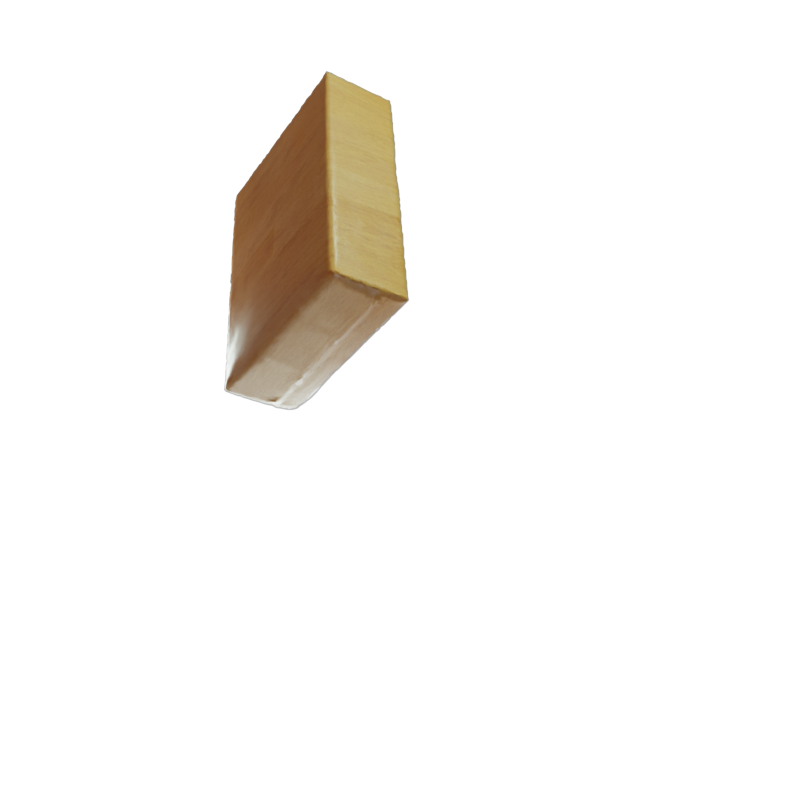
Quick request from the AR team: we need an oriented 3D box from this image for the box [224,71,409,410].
[{"bbox_3d":[-0.068,-0.124,0.869,0.069,0.229,0.160,21,-44,-27],"label":"box"}]
